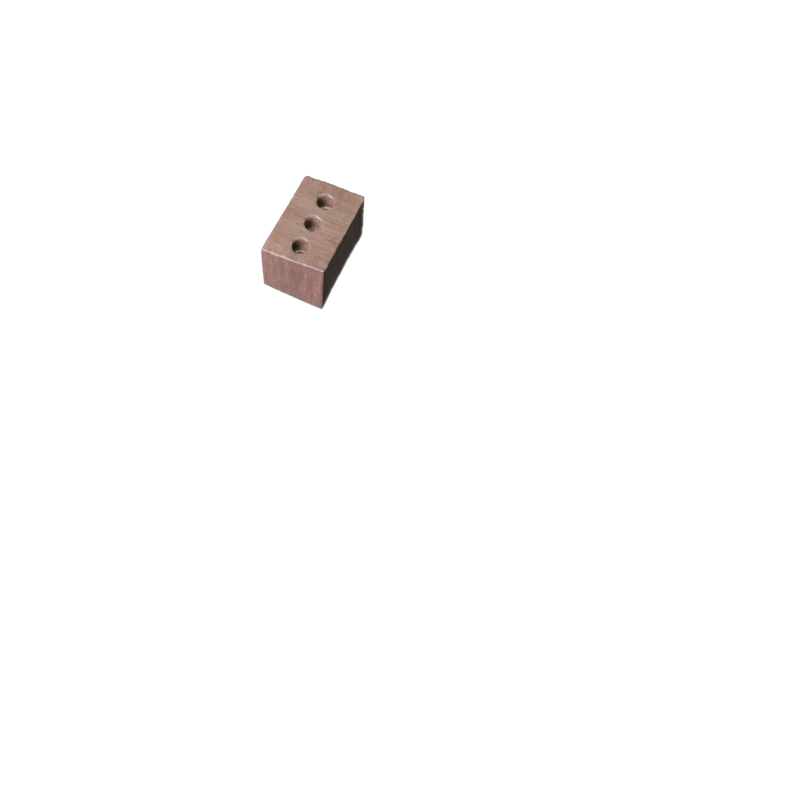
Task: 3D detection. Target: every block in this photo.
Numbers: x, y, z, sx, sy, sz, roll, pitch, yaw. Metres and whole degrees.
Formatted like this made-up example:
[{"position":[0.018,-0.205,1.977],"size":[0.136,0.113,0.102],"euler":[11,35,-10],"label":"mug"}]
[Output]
[{"position":[-0.067,-0.121,0.850],"size":[0.054,0.081,0.048],"euler":[21,-28,9],"label":"block"}]
